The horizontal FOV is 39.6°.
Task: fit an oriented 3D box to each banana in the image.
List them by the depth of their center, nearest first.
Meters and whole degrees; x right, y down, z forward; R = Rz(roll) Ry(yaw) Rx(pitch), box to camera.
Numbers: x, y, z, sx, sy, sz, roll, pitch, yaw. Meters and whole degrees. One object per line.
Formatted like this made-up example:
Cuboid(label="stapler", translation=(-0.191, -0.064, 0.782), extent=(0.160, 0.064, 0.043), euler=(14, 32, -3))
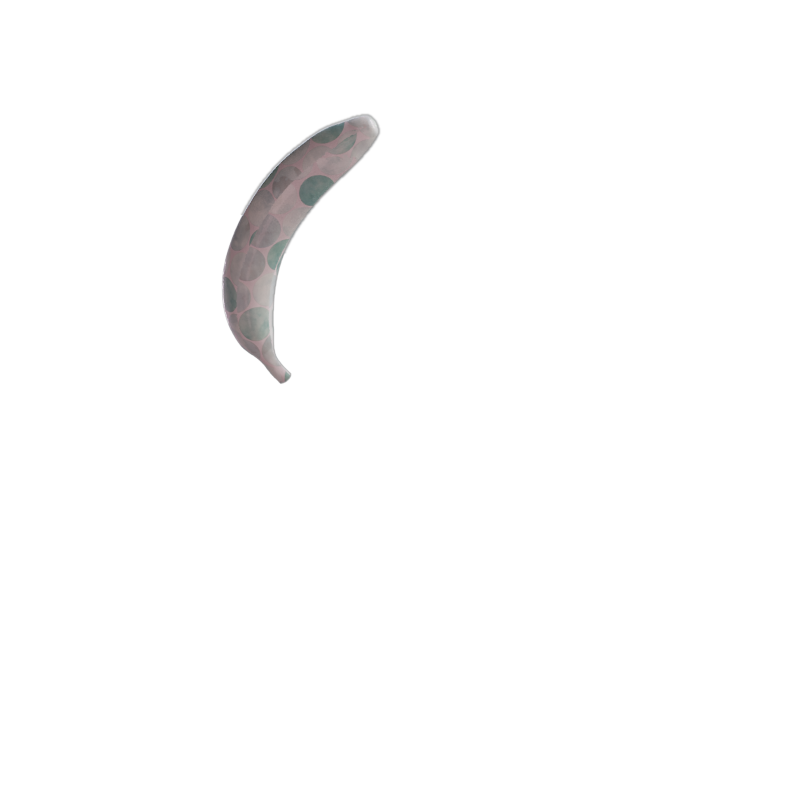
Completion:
Cuboid(label="banana", translation=(-0.078, -0.109, 0.751), extent=(0.068, 0.191, 0.039), euler=(19, 20, -9))
